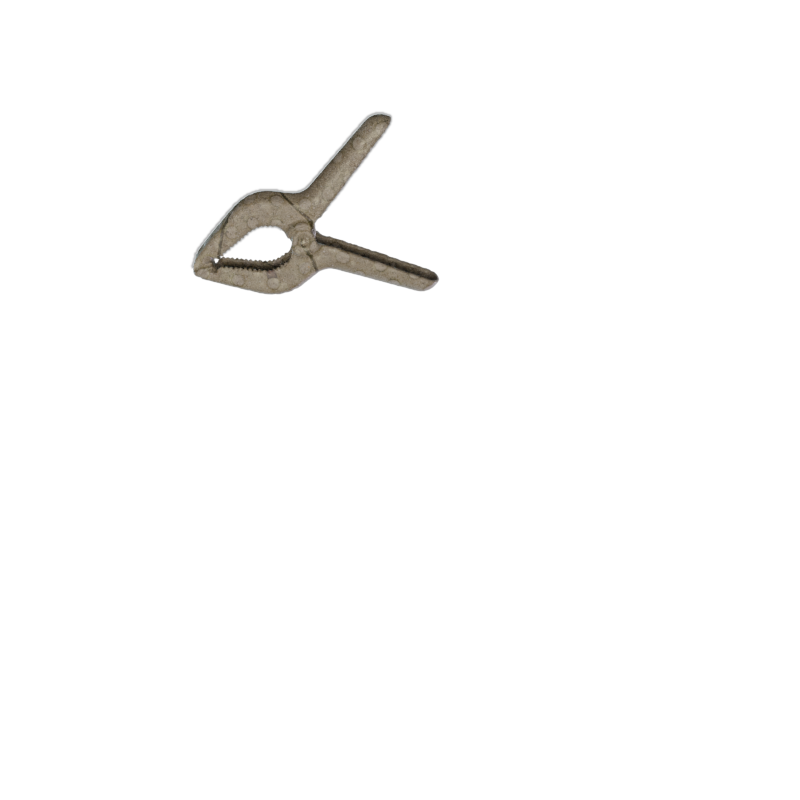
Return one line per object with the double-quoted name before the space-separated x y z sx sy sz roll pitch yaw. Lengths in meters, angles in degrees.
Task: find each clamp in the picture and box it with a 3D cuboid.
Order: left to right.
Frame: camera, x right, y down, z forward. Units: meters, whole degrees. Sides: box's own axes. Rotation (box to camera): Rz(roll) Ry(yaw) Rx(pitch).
"clamp" -0.076 -0.138 0.966 0.210 0.157 0.038 -22 19 8
